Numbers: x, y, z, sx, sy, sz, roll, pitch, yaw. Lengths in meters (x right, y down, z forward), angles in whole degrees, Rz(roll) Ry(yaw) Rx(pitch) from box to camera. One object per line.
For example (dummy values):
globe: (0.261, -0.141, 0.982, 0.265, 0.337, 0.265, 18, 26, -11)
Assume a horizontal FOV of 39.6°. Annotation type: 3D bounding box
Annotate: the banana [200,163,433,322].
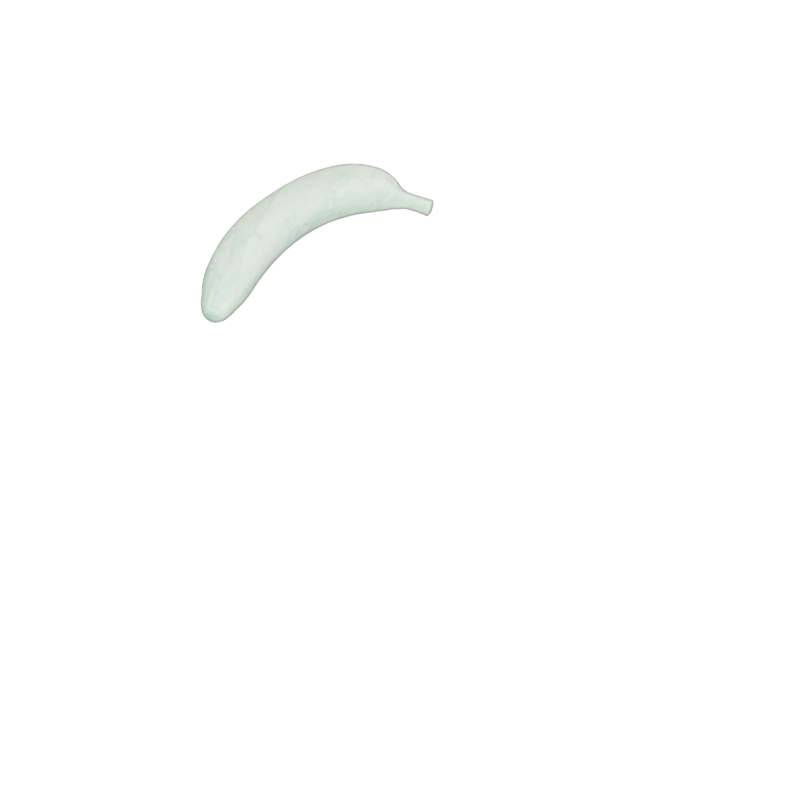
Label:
banana: (-0.068, -0.119, 0.759, 0.198, 0.034, 0.074, -33, 53, -29)
